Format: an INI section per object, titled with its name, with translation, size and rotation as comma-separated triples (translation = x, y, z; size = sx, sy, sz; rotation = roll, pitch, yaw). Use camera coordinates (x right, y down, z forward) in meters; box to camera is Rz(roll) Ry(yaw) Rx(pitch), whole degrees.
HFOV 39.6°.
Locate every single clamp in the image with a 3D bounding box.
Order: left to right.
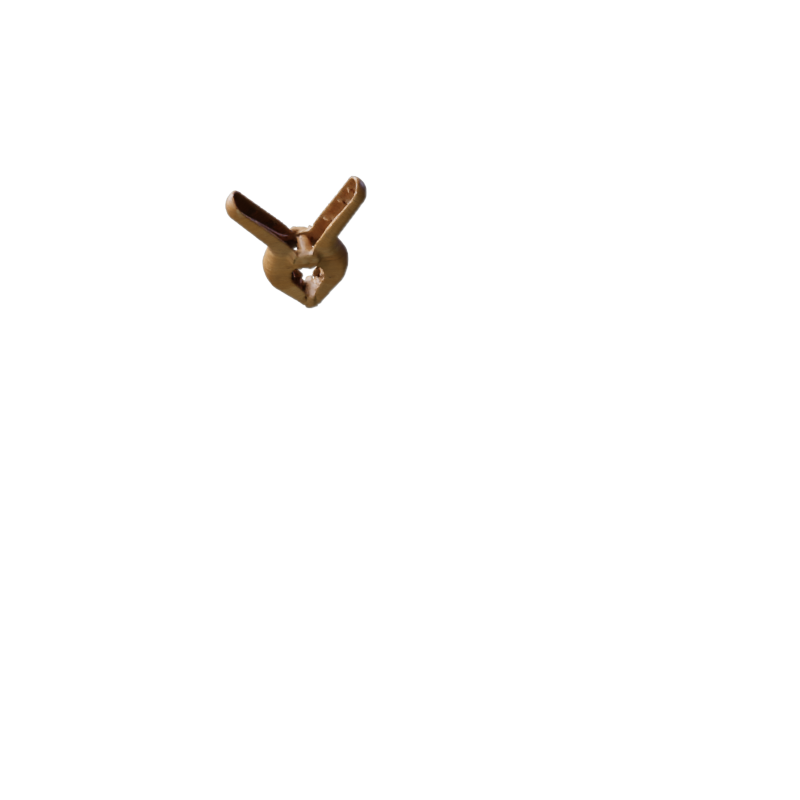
[clamp]
translation = -0.078, -0.143, 1.000
size = 0.121, 0.042, 0.159
rotation = -5, -28, 10
